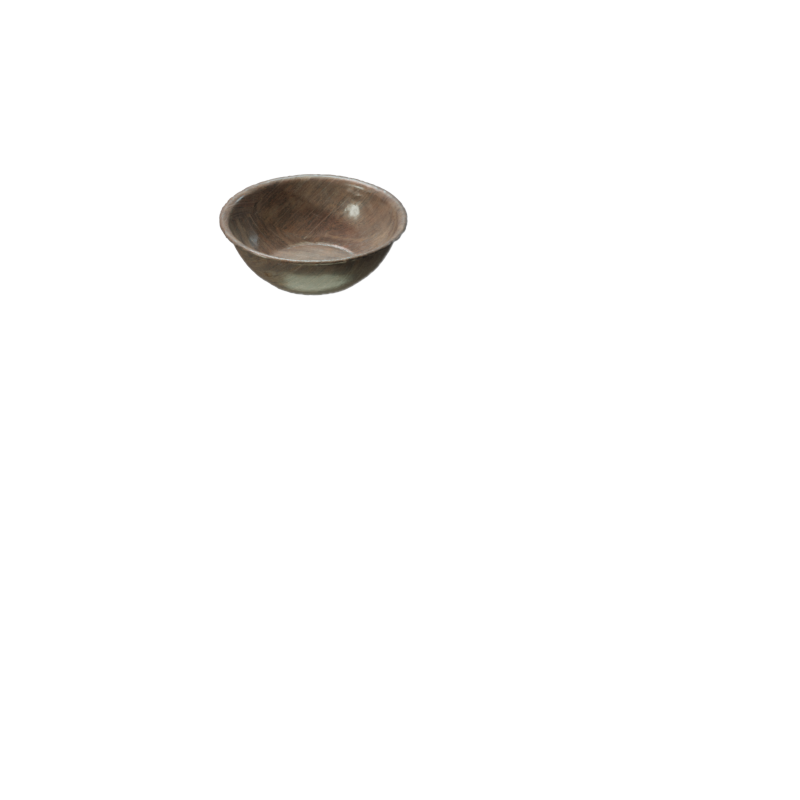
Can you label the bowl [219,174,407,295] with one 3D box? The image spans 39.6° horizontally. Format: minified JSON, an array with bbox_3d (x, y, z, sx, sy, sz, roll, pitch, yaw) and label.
[{"bbox_3d":[-0.075,-0.137,0.963,0.162,0.052,0.173,-1,35,-2],"label":"bowl"}]
